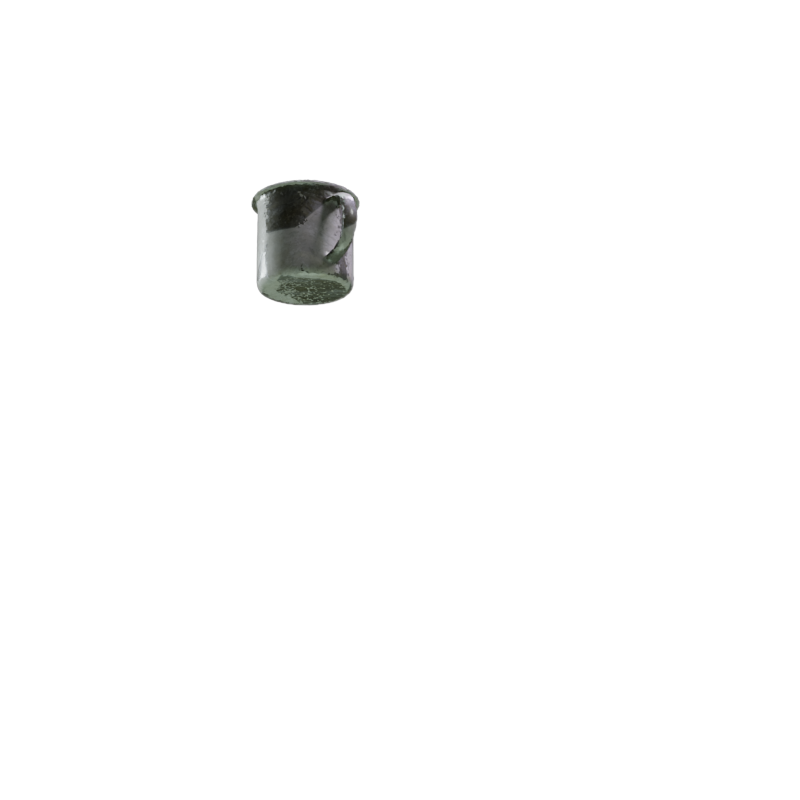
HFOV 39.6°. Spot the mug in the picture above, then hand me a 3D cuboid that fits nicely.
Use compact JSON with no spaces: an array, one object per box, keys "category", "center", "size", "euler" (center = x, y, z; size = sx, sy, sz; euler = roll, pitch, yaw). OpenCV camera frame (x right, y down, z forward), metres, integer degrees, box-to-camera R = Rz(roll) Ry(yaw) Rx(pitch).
[{"category":"mug","center":[-0.073,-0.133,0.929],"size":[0.088,0.085,0.118],"euler":[13,-23,-36]}]
